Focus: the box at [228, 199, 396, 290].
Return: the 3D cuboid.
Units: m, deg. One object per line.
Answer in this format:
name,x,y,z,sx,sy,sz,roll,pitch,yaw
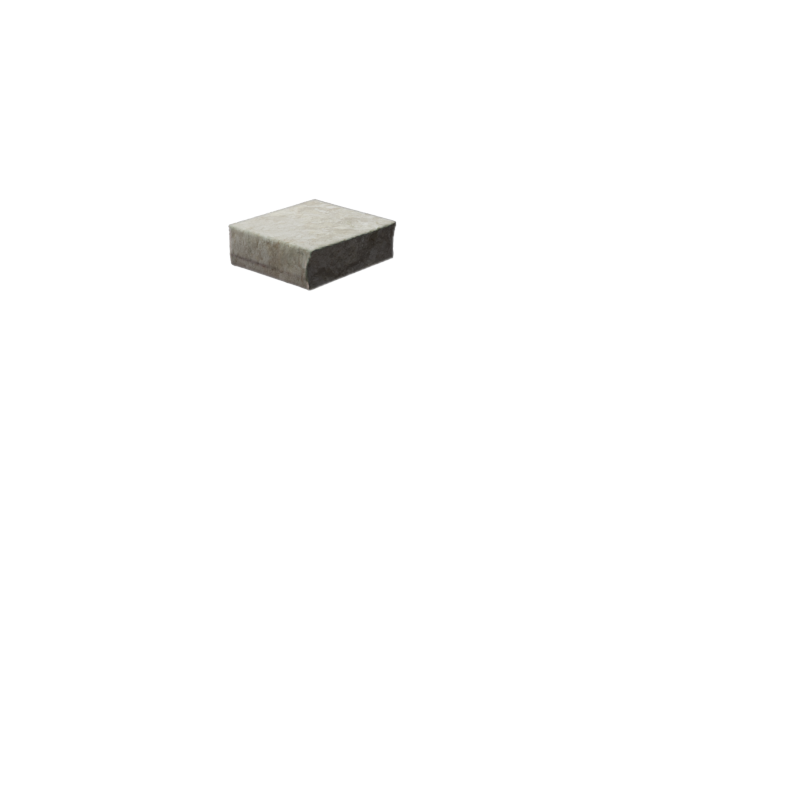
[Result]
box,-0.072,-0.130,0.913,0.095,0.037,0.113,19,31,33
